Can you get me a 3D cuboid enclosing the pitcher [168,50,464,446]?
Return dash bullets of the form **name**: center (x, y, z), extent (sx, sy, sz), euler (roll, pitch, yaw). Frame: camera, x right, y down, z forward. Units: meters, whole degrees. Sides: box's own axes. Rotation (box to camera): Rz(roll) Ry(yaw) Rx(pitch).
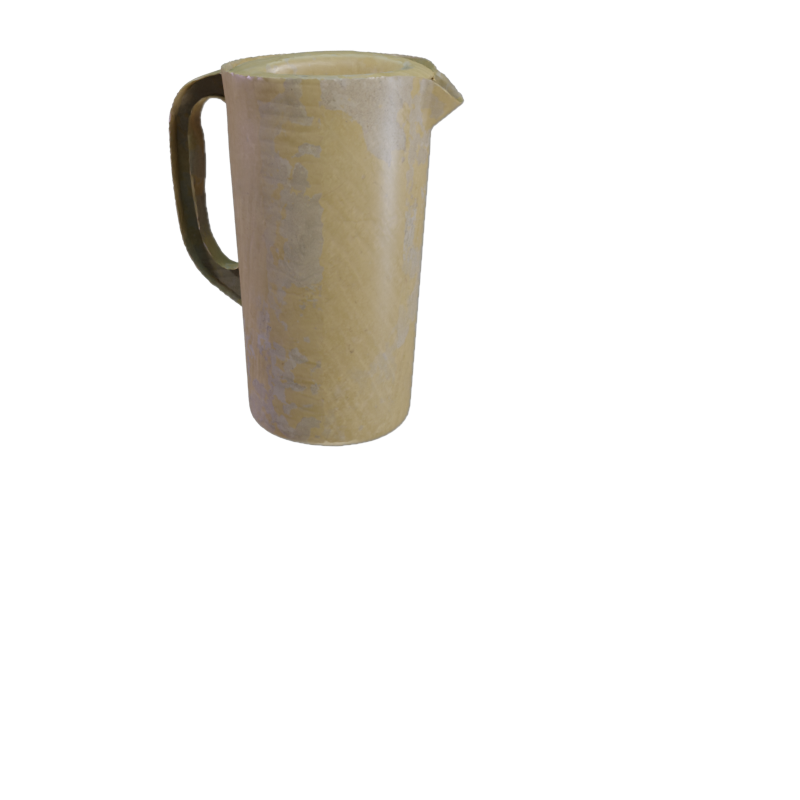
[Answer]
- **pitcher**: center (-0.056, -0.102, 0.713), extent (0.142, 0.233, 0.159), euler (-10, 21, -29)
